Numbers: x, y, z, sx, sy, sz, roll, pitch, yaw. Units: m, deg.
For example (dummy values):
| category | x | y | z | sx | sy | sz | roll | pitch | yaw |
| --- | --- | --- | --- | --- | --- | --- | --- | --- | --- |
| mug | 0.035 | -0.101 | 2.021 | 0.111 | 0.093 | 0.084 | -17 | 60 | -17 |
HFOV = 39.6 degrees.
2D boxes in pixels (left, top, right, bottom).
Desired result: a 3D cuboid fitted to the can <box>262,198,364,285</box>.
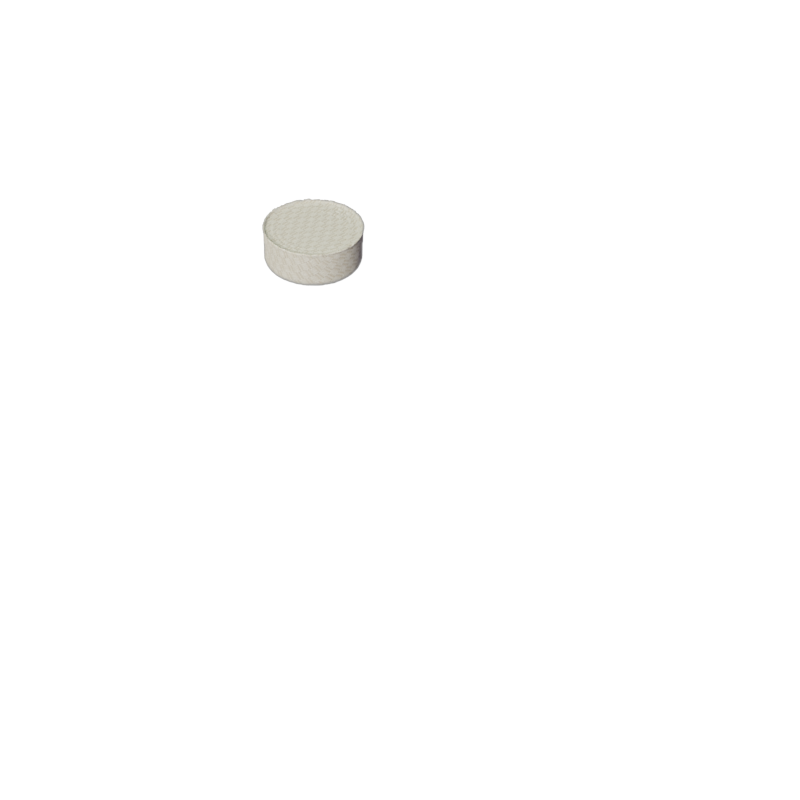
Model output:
| category | x | y | z | sx | sy | sz | roll | pitch | yaw |
| --- | --- | --- | --- | --- | --- | --- | --- | --- | --- |
| can | -0.074 | -0.134 | 0.941 | 0.086 | 0.031 | 0.092 | -1 | 39 | -2 |
